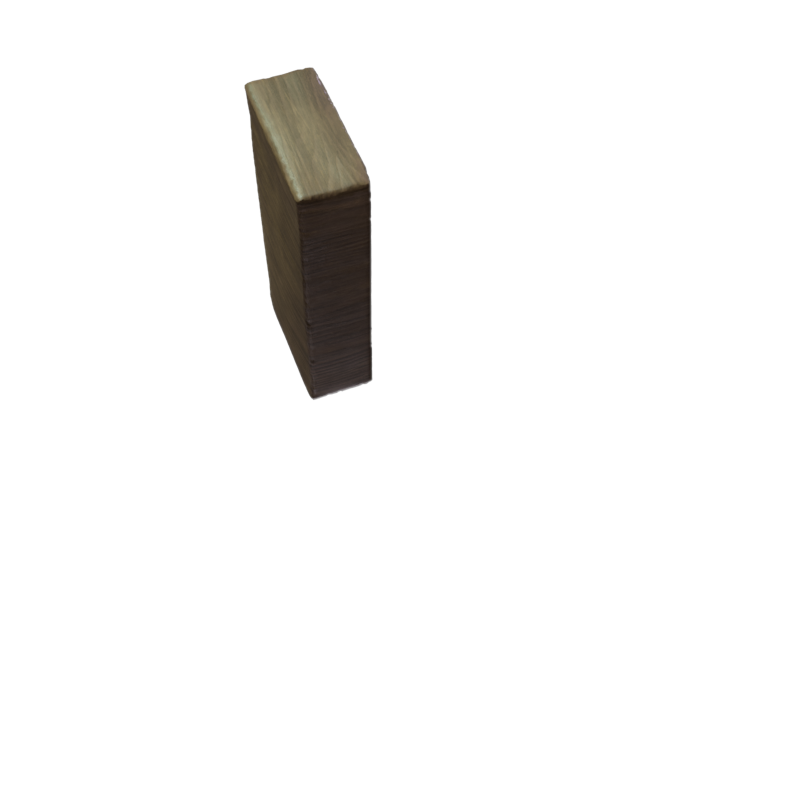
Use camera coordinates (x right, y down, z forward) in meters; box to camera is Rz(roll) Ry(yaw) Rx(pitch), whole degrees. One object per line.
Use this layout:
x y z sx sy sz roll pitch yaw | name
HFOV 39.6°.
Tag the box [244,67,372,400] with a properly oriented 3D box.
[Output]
-0.048 -0.089 0.621 0.048 0.101 0.165 -15 -34 -14 | box
